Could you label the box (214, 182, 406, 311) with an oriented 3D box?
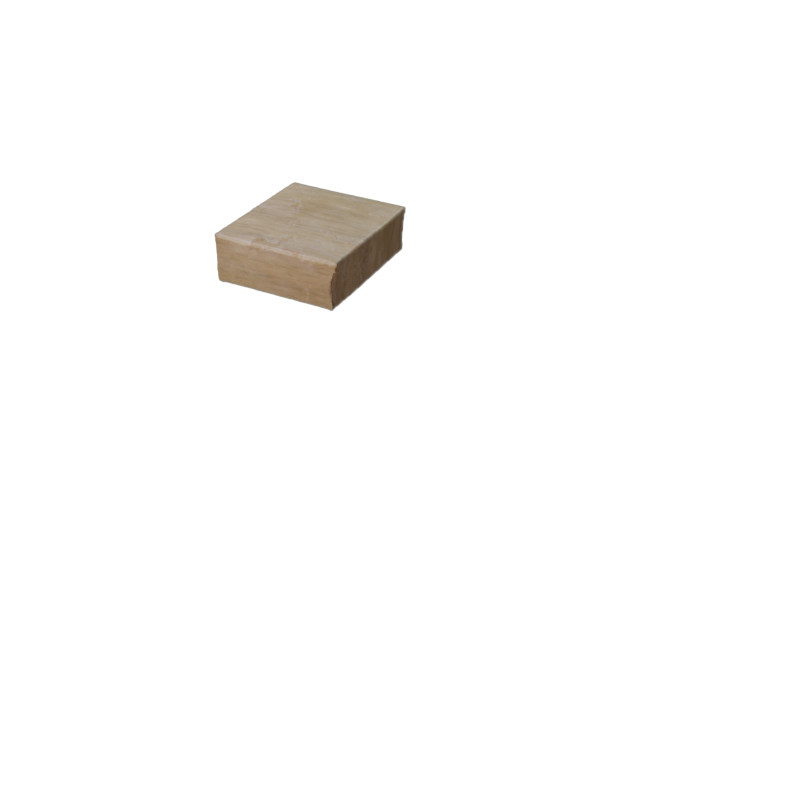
[{"bbox_3d":[-0.059,-0.107,0.751,0.093,0.037,0.116,14,34,21],"label":"box"}]
